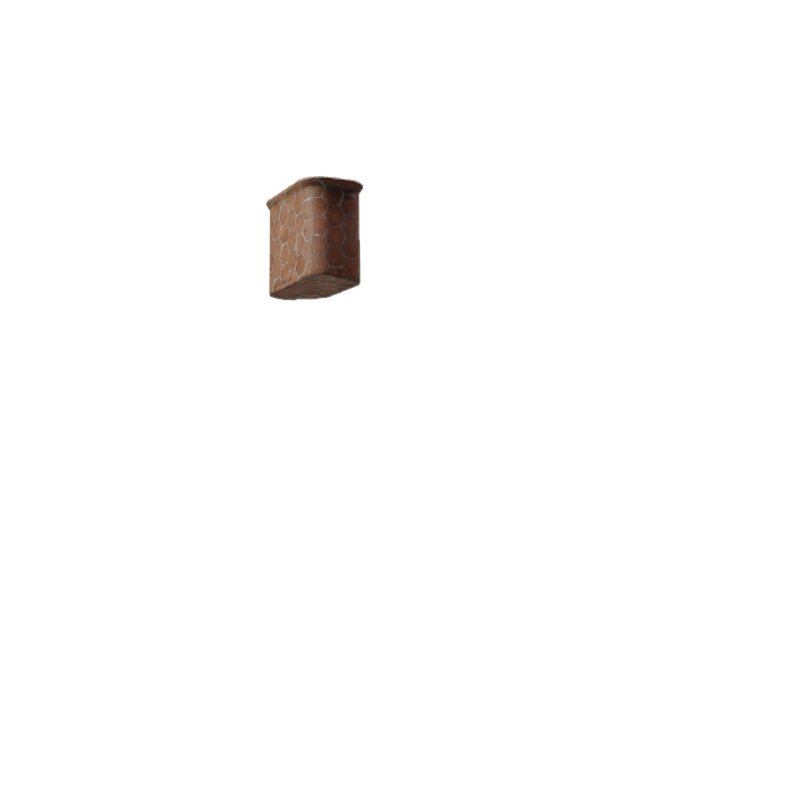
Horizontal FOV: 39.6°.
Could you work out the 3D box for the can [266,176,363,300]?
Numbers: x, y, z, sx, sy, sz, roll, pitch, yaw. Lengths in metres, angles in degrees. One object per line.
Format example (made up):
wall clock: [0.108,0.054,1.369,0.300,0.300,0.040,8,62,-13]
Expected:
can: [-0.072,-0.132,0.925,0.055,0.086,0.103,5,-11,-28]
